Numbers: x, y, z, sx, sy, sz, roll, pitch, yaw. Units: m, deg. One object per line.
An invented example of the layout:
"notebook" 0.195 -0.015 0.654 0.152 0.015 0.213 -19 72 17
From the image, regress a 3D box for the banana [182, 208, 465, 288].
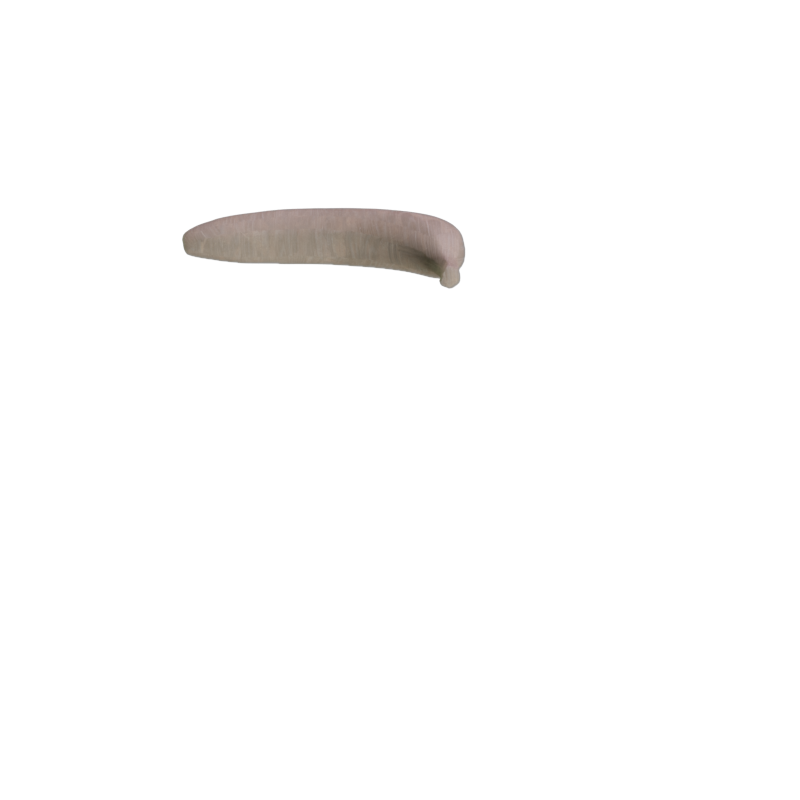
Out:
"banana" -0.038 -0.096 0.665 0.206 0.036 0.068 9 15 33
